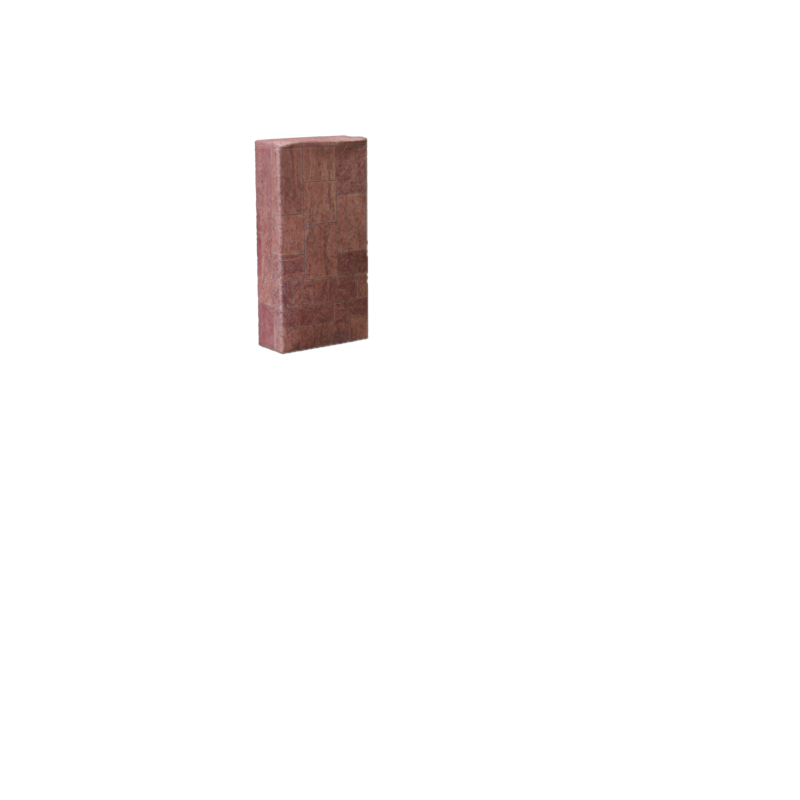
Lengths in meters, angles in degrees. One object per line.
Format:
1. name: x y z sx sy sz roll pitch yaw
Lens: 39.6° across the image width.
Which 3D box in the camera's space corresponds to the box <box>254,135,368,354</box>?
1. box: -0.074 -0.134 0.940 0.091 0.171 0.051 -9 15 -36
